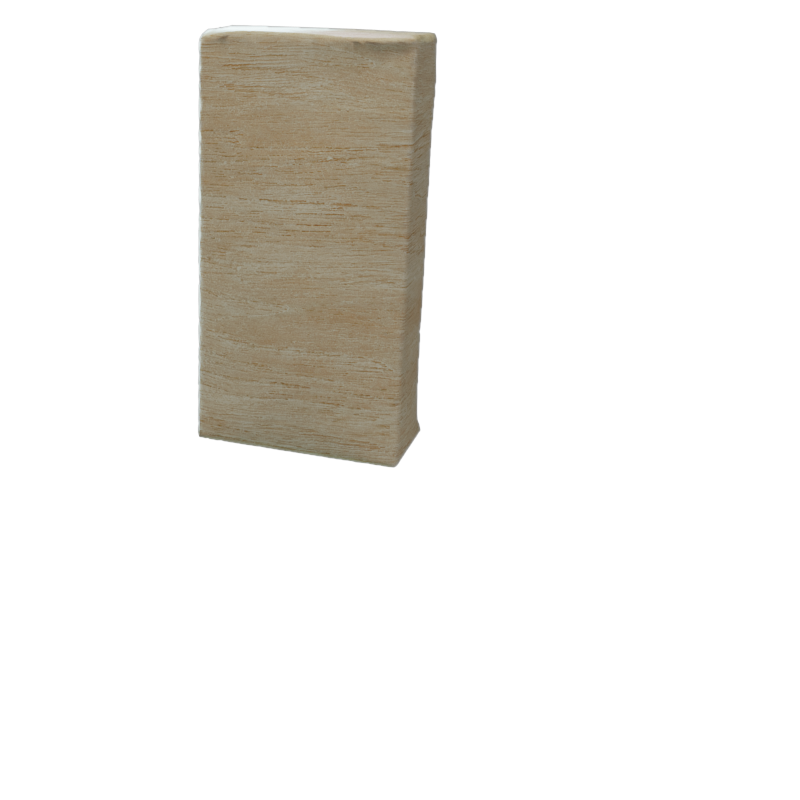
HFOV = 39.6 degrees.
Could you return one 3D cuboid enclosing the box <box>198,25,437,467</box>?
[{"bbox_3d":[-0.037,-0.066,0.466,0.096,0.170,0.049,6,17,16],"label":"box"}]
